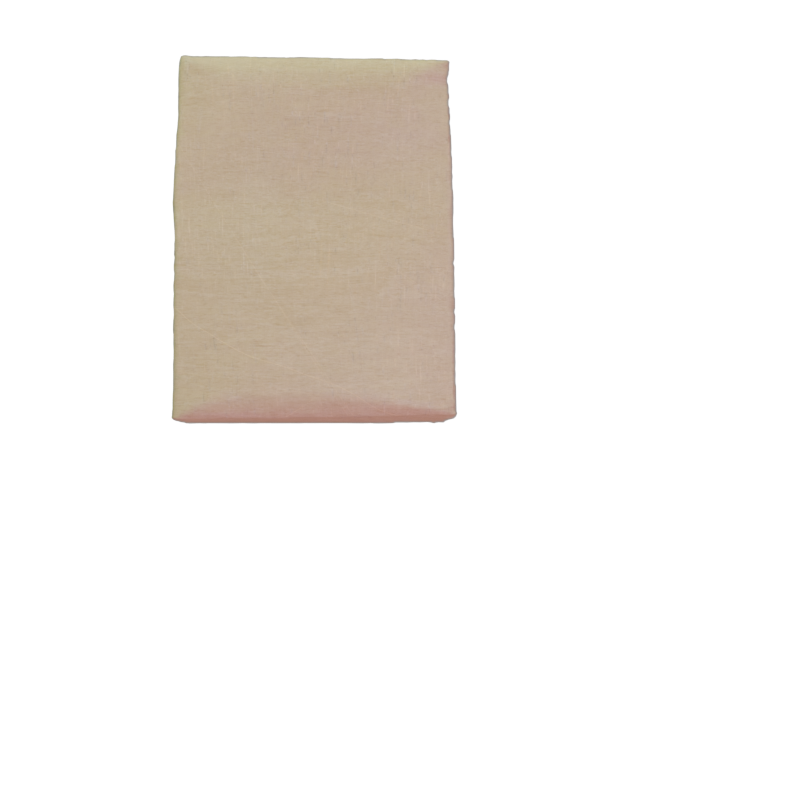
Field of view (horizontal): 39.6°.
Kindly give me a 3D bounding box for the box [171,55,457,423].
[{"bbox_3d":[-0.052,-0.094,0.662,0.163,0.218,0.071,0,-8,-4],"label":"box"}]
